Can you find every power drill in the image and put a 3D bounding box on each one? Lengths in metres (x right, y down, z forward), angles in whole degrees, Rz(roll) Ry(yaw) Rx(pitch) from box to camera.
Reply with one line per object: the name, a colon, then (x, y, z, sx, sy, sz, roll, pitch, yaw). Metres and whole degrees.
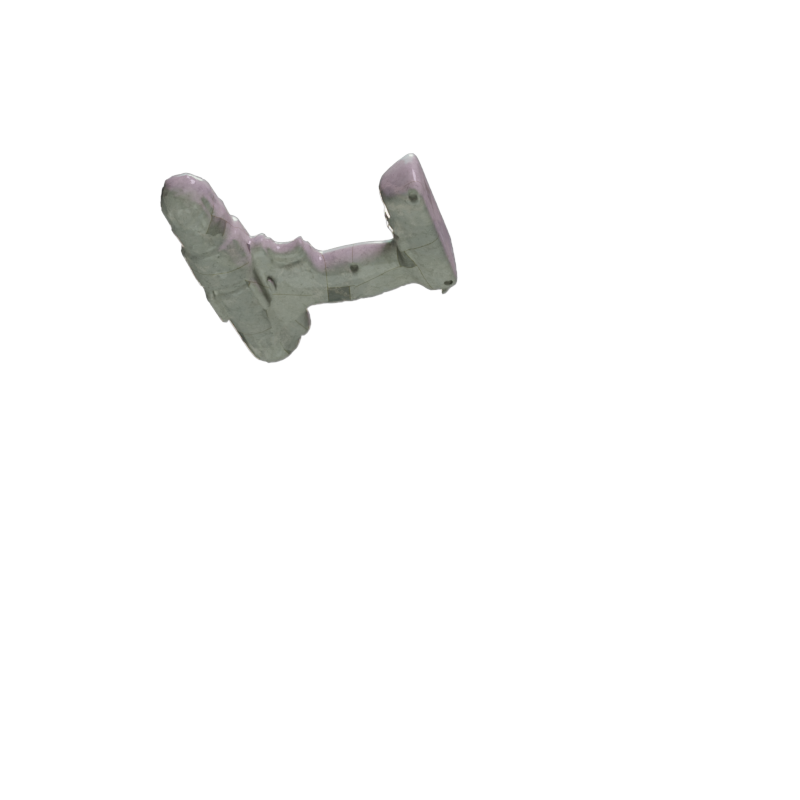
power drill: (-0.064, -0.117, 0.821, 0.189, 0.062, 0.170, -15, -46, 15)
